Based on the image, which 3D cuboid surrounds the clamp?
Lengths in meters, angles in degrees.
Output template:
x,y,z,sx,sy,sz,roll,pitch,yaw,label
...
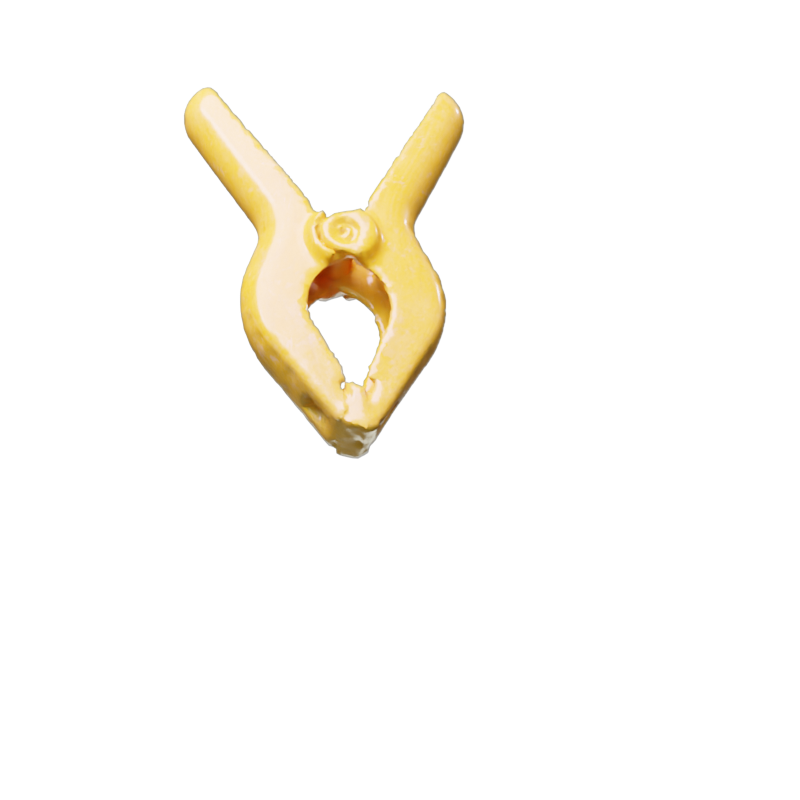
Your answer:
x,y,z,sx,sy,sz,roll,pitch,yaw,label
-0.035,-0.063,0.443,0.120,0.183,0.037,2,-35,1,clamp
